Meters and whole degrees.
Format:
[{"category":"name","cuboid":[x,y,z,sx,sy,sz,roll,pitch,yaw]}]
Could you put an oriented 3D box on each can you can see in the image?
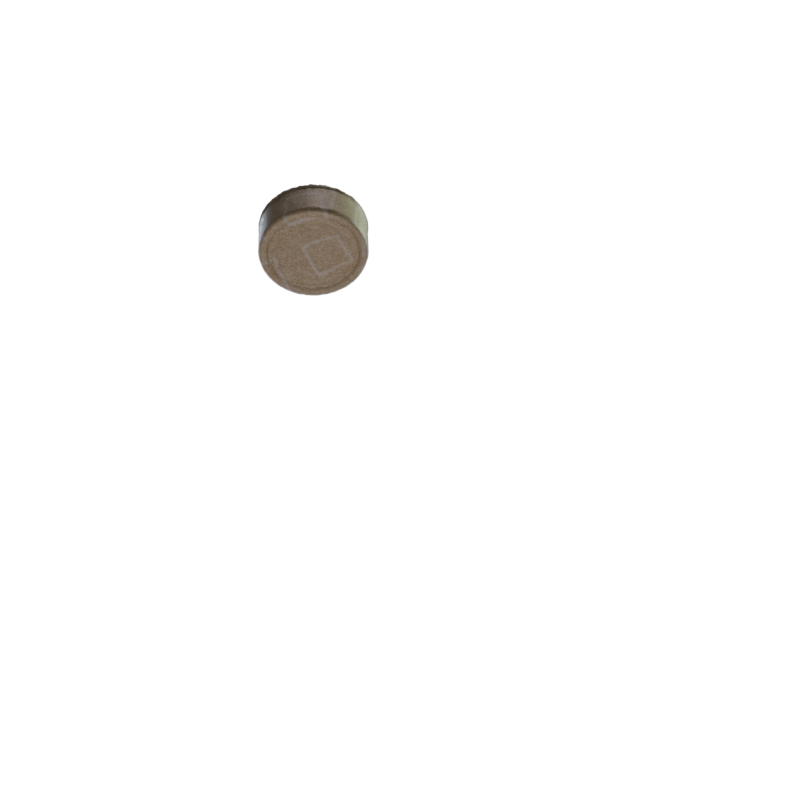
[{"category":"can","cuboid":[-0.067,-0.122,0.853,0.086,0.080,0.036,1,42,-1]}]
